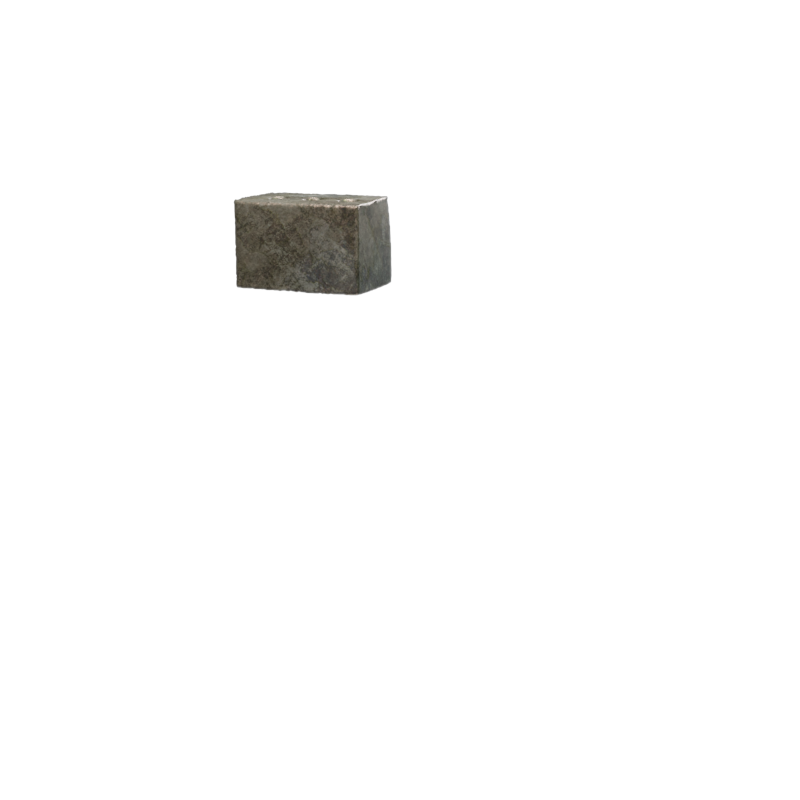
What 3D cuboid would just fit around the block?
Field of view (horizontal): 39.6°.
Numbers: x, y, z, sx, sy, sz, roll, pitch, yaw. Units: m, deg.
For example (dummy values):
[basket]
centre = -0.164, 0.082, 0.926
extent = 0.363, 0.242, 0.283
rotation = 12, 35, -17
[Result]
[block]
centre = -0.050, -0.091, 0.635
extent = 0.080, 0.050, 0.052
rotation = 5, 12, 21
